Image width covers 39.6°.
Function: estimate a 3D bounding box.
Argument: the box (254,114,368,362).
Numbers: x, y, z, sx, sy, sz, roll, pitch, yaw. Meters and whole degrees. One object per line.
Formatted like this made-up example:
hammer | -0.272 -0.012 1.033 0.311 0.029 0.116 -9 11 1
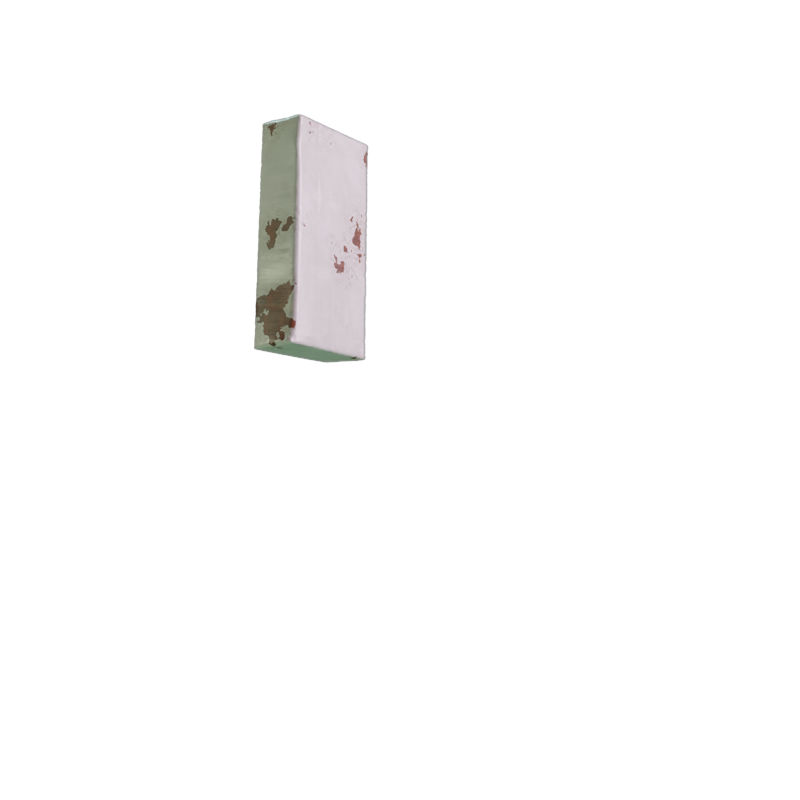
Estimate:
box | -0.067 -0.122 0.856 0.049 0.182 0.088 -11 -16 34
